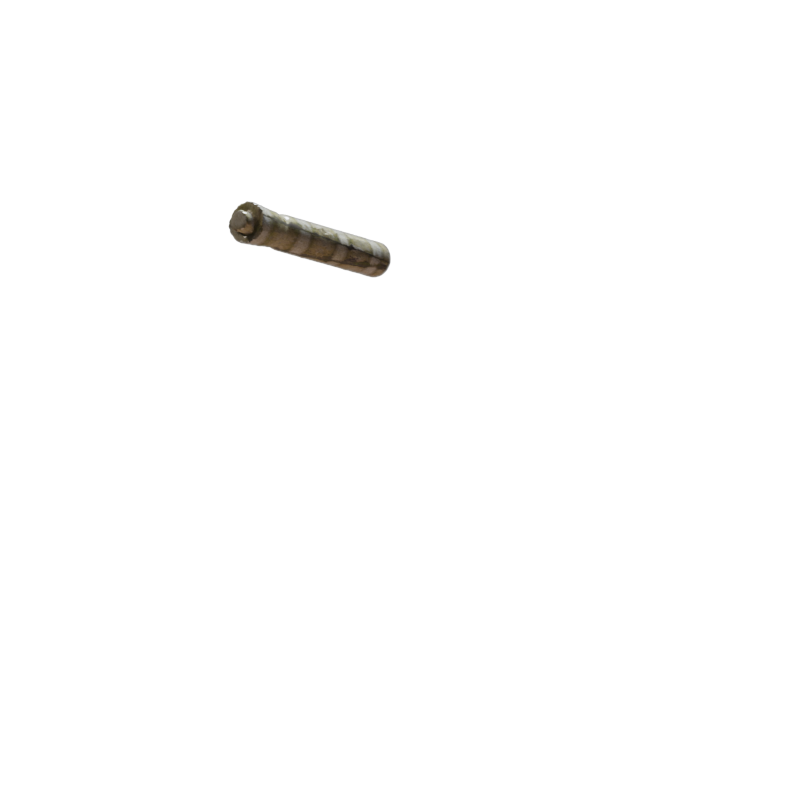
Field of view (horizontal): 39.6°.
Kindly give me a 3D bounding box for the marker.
[{"bbox_3d":[-0.041,-0.076,0.529,0.020,0.020,0.115,3,-1,30],"label":"marker"}]
